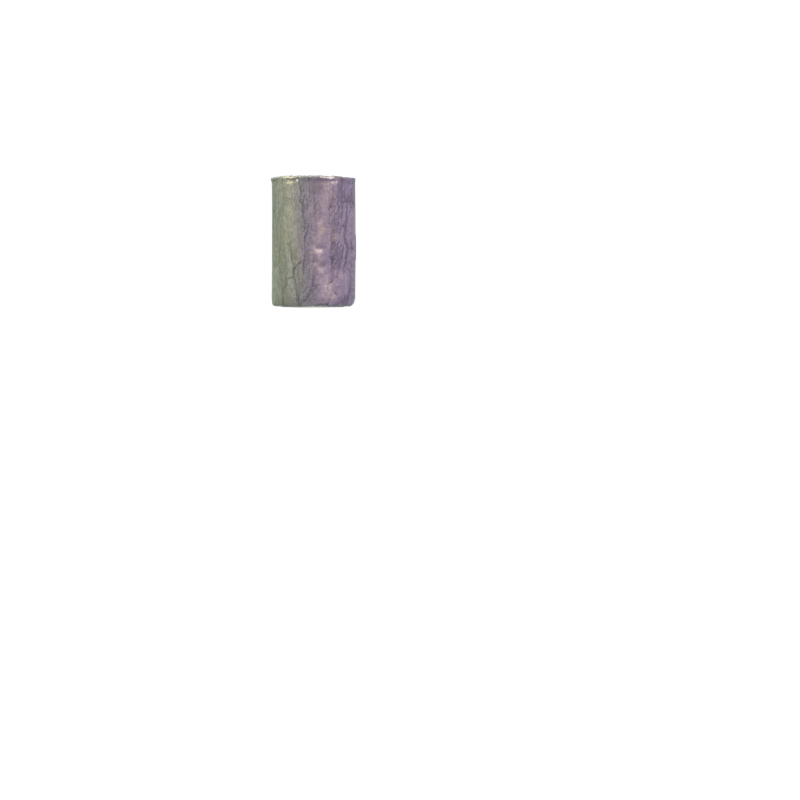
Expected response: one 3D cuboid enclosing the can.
[{"bbox_3d":[-0.069,-0.126,0.885,0.068,0.102,0.069,0,2,-2],"label":"can"}]
